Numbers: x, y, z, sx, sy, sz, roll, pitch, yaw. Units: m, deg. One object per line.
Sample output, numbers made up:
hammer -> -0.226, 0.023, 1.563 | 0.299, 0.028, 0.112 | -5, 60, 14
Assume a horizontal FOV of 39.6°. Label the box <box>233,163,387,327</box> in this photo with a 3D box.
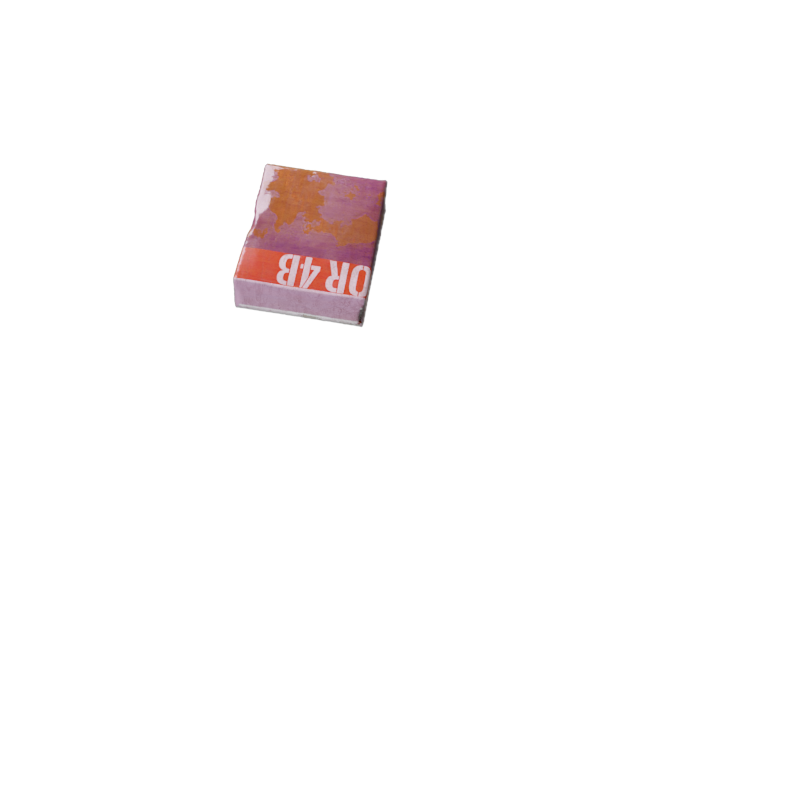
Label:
box -> -0.049, -0.090, 0.627 | 0.074, 0.094, 0.028 | 8, -34, 5
